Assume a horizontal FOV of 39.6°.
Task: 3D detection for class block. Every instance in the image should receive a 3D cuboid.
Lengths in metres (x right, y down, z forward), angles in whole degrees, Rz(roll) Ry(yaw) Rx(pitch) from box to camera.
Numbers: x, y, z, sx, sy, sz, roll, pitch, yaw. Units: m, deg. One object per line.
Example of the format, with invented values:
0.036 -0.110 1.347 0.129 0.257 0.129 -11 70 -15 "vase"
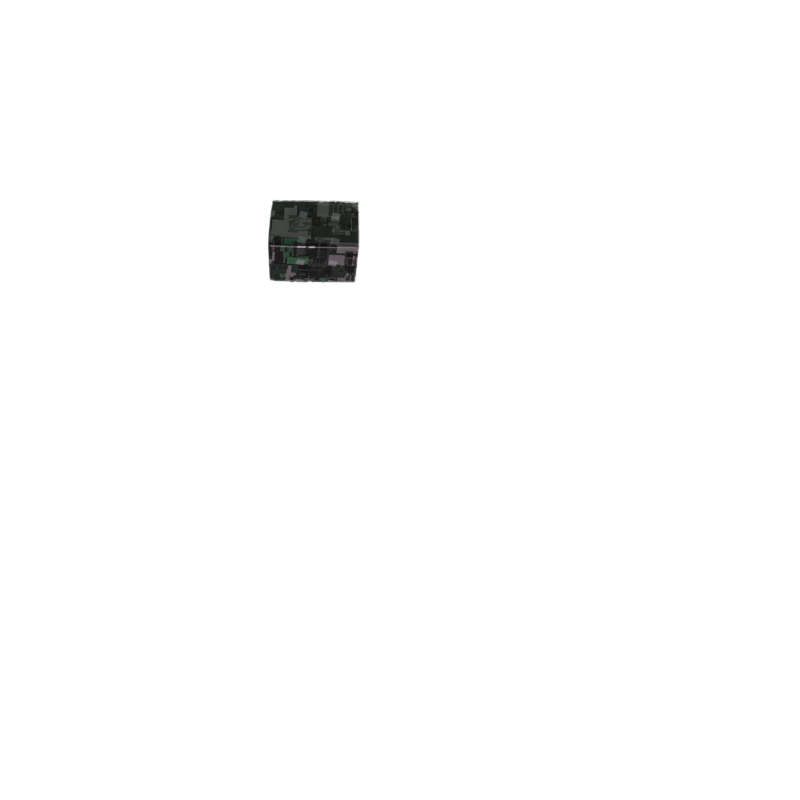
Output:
-0.075 -0.137 0.963 0.078 0.055 0.049 1 -35 -3 "block"
